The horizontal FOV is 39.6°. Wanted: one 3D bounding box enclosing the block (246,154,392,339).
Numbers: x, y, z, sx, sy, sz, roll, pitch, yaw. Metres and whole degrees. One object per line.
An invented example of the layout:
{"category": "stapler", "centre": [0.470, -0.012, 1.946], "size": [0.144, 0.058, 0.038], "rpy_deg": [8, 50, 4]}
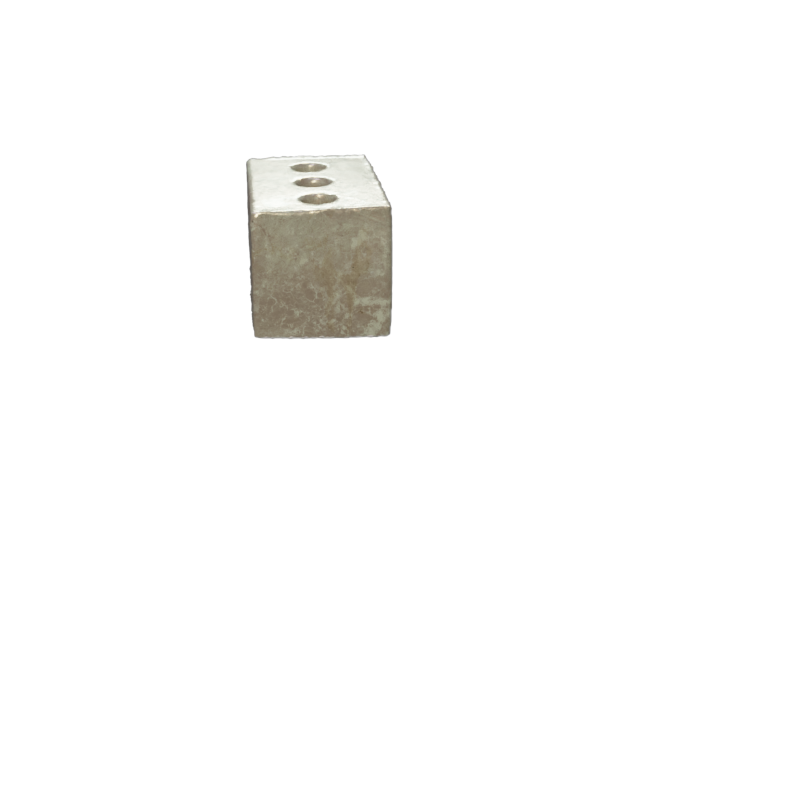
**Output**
{"category": "block", "centre": [-0.034, -0.063, 0.440], "size": [0.052, 0.049, 0.083], "rpy_deg": [-3, 25, -8]}
